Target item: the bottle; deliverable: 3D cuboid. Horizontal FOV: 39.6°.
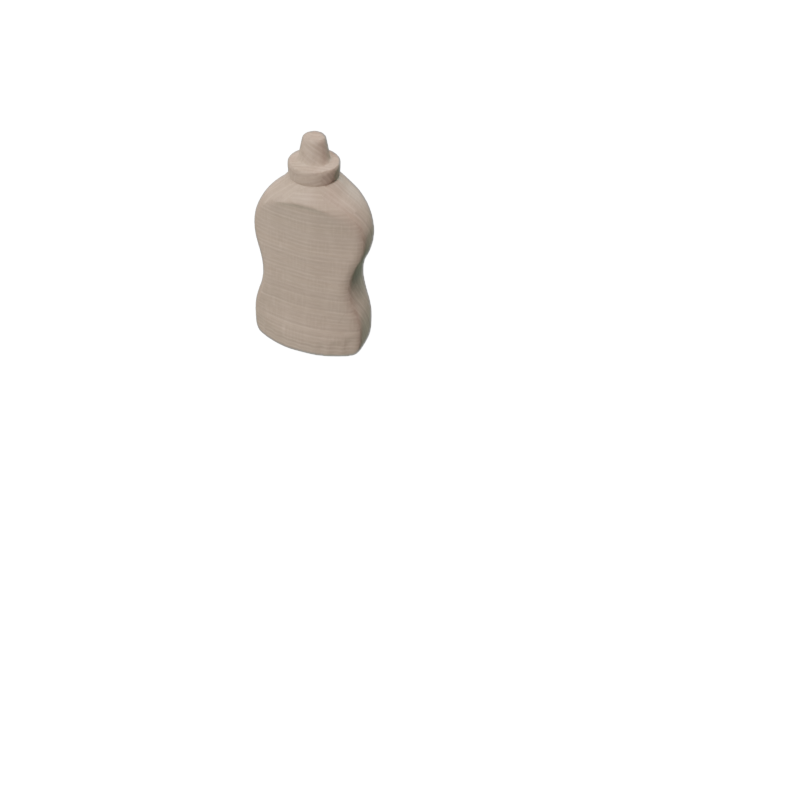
[{"bbox_3d":[-0.070,-0.128,0.891,0.099,0.179,0.060,16,39,17],"label":"bottle"}]
